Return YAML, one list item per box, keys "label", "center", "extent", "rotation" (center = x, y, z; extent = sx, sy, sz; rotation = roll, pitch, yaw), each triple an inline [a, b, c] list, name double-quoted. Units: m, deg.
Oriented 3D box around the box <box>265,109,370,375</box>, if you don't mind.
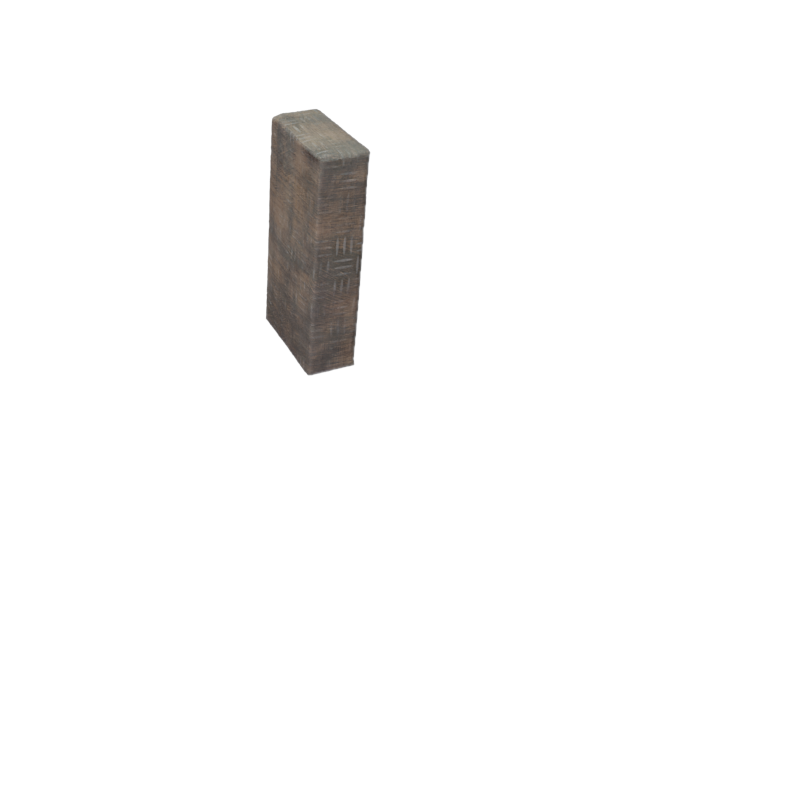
- label: "box"
  center: [-0.065, -0.118, 0.824]
  extent: [0.047, 0.166, 0.101]
  rotation: [-11, 32, -23]
